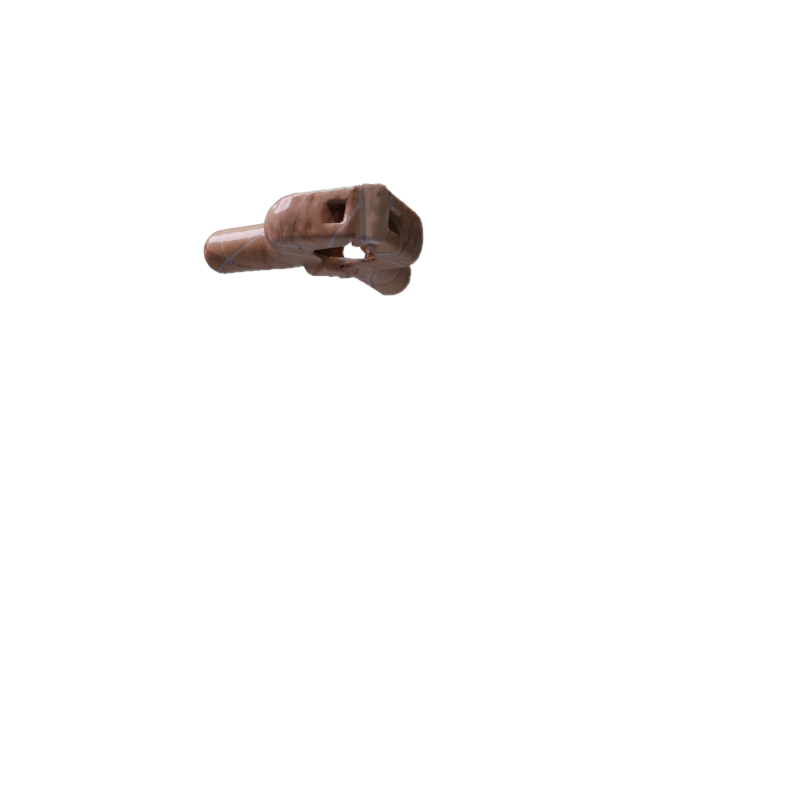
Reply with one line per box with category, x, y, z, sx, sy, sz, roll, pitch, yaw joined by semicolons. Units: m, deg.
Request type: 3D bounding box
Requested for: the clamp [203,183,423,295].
clamp;-0.045;-0.082;0.577;0.119;0.040;0.168;0;-6;-5
